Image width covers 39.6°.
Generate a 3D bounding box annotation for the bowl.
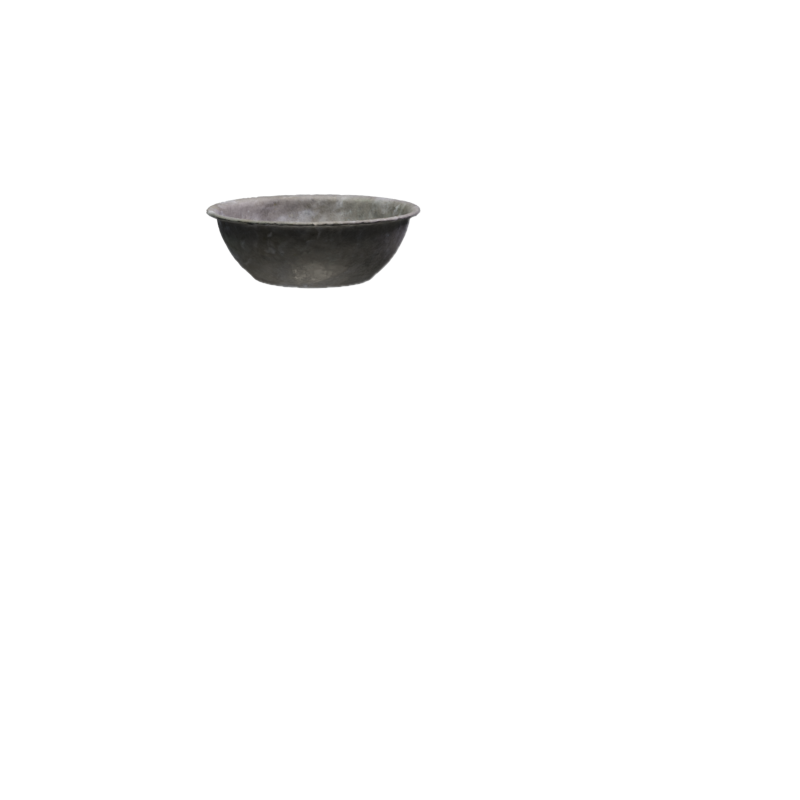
[{"bbox_3d":[-0.066,-0.120,0.842,0.162,0.053,0.167,-1,16,-2],"label":"bowl"}]
